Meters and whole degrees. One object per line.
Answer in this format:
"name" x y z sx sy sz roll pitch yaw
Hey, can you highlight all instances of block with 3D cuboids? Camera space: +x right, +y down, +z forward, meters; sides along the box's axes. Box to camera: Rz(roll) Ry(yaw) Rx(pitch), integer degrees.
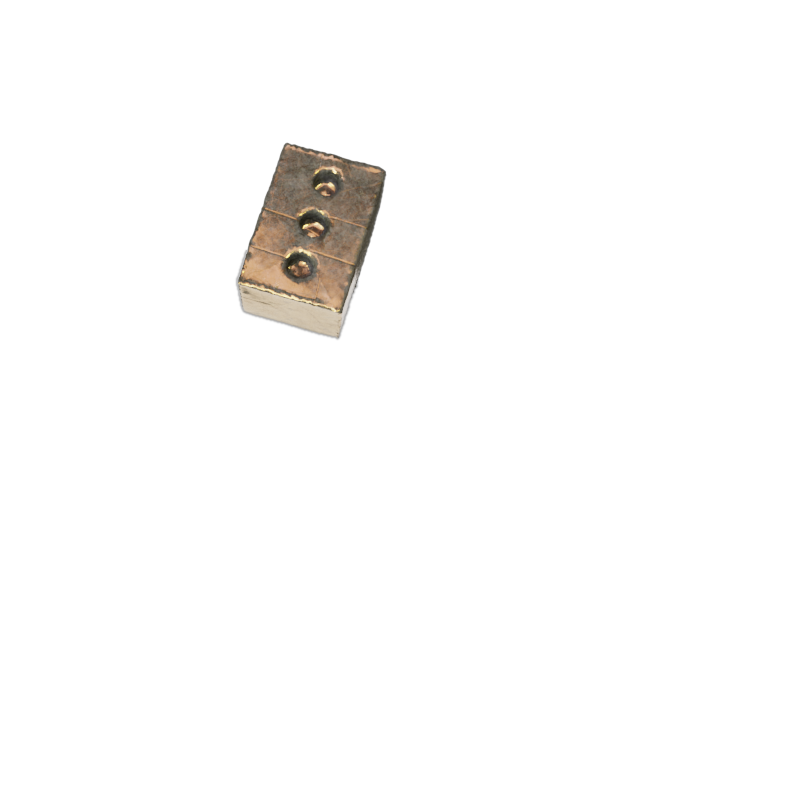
"block" -0.043 -0.078 0.544 0.053 0.081 0.049 15 -18 2
